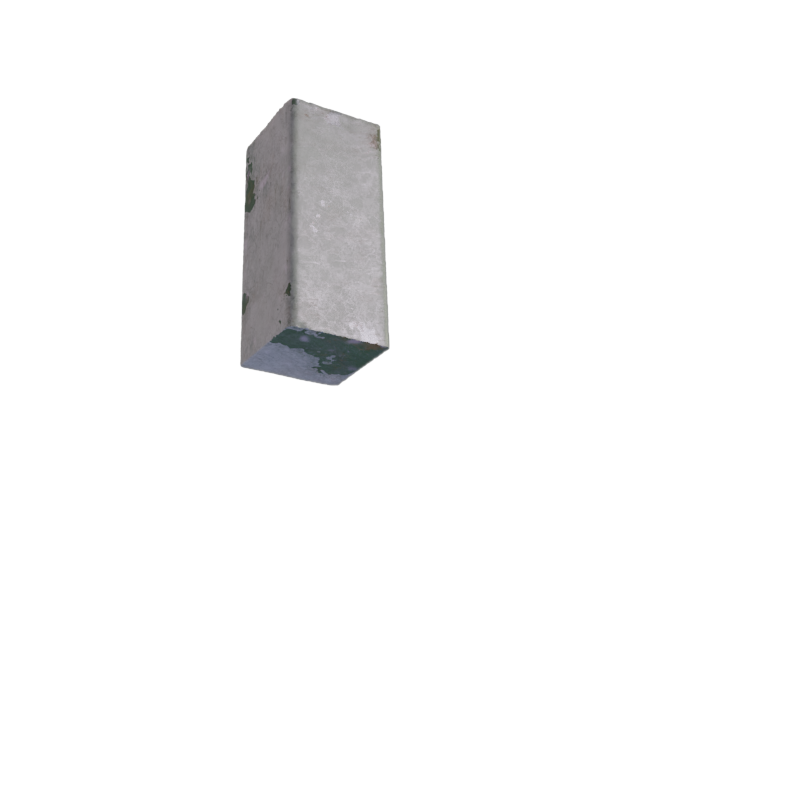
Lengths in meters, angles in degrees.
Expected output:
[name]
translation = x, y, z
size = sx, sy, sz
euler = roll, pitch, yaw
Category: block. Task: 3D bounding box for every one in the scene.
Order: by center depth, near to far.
[block]
translation = -0.072, -0.129, 0.906
size = 0.086, 0.219, 0.089
euler = 13, -31, -27
